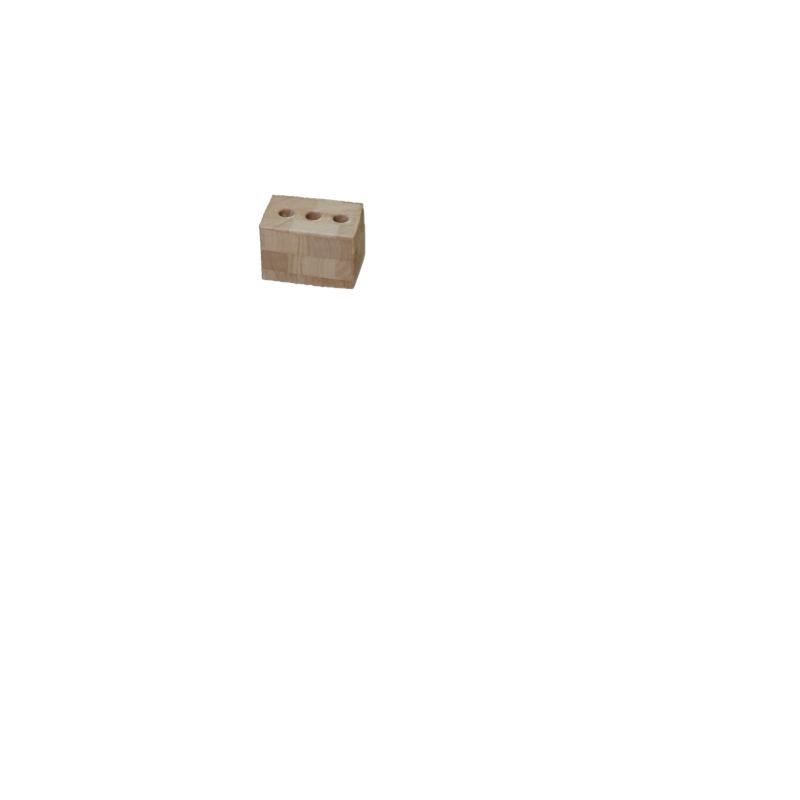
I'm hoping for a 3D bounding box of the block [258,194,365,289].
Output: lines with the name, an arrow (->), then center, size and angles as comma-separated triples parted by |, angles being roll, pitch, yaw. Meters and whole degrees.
block -> -0.069, -0.126, 0.885 | 0.079, 0.048, 0.056 | 6, 36, 7
